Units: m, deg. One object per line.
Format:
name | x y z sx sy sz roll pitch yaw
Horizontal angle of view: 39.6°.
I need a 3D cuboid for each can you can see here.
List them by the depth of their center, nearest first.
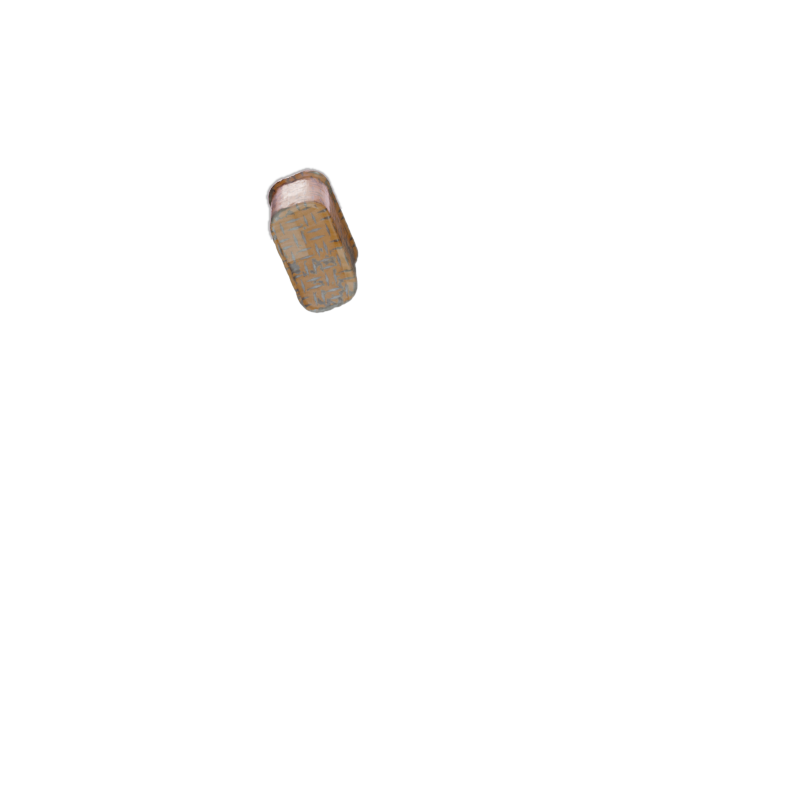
can | -0.074 -0.135 0.942 0.058 0.097 0.088 -20 22 6
